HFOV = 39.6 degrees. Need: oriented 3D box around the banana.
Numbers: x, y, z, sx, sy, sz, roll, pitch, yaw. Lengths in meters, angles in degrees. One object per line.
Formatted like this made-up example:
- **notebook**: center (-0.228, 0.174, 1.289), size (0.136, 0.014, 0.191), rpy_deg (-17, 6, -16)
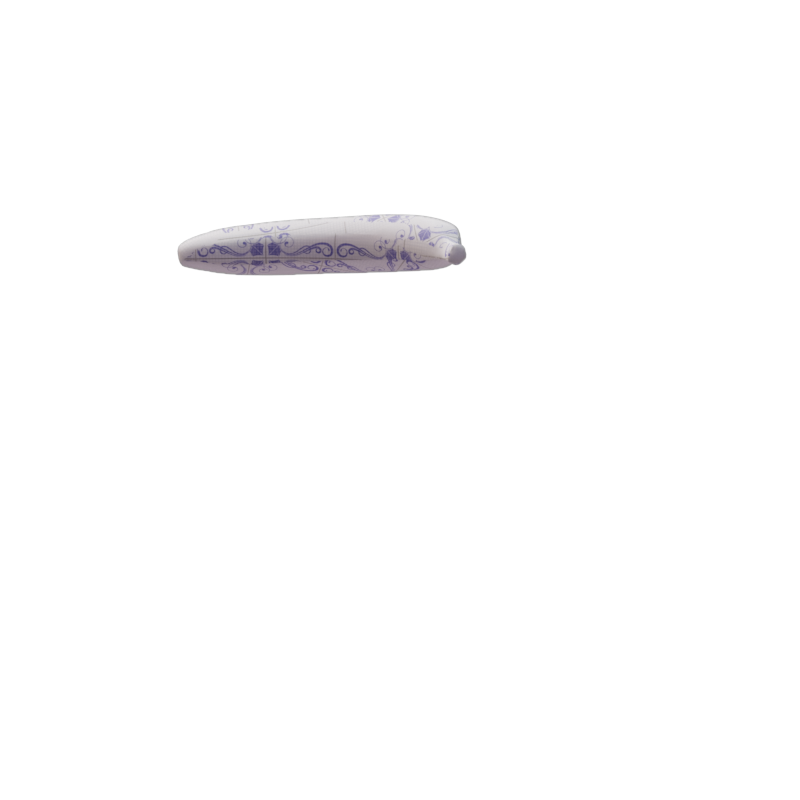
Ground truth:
- **banana**: center (-0.043, -0.098, 0.698), size (0.204, 0.037, 0.067), rpy_deg (1, 2, 26)
